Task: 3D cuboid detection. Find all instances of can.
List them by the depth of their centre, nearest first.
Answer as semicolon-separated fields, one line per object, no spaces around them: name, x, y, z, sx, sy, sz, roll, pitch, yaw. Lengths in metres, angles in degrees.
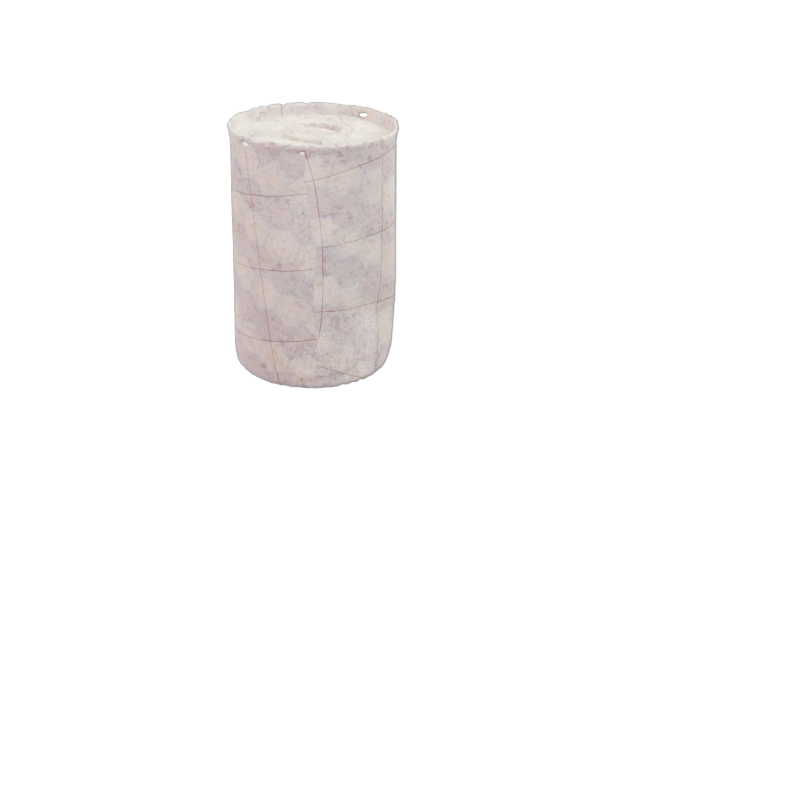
can;-0.036;-0.065;0.456;0.068;0.097;0.072;0;24;-2
